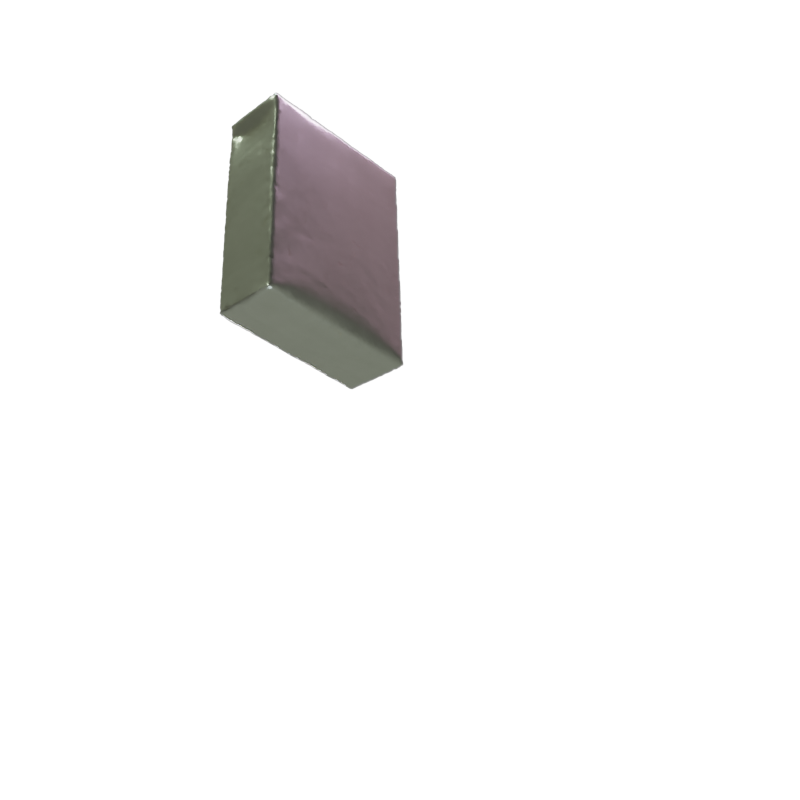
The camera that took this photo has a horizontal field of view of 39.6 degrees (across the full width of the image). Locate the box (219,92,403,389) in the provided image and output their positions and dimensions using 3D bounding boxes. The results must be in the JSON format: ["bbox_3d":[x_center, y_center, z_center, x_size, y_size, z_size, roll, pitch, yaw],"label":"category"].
[{"bbox_3d":[-0.077,-0.140,0.980,0.072,0.229,0.153,-30,-43,33],"label":"box"}]
